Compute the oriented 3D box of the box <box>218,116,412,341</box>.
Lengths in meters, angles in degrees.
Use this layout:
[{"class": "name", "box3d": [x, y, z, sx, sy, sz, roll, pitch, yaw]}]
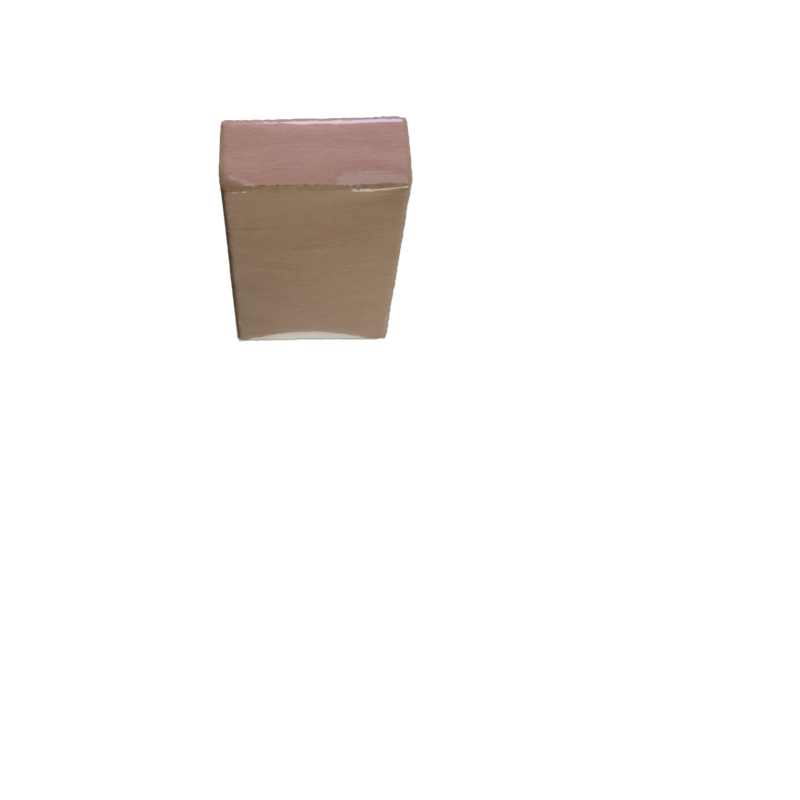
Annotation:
[{"class": "box", "box3d": [-0.047, -0.085, 0.599, 0.093, 0.051, 0.167, -1, -20, -4]}]
